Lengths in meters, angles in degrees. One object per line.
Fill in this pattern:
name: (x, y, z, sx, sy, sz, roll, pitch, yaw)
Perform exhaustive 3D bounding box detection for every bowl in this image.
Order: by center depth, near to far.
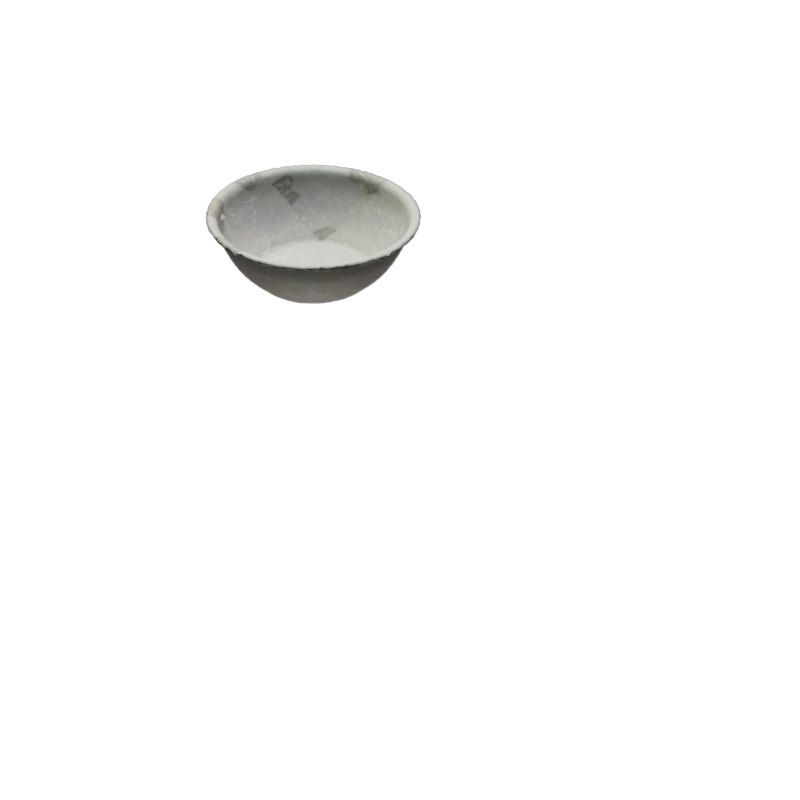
bowl: (-0.066, -0.121, 0.847, 0.162, 0.051, 0.173, -1, 36, -2)
